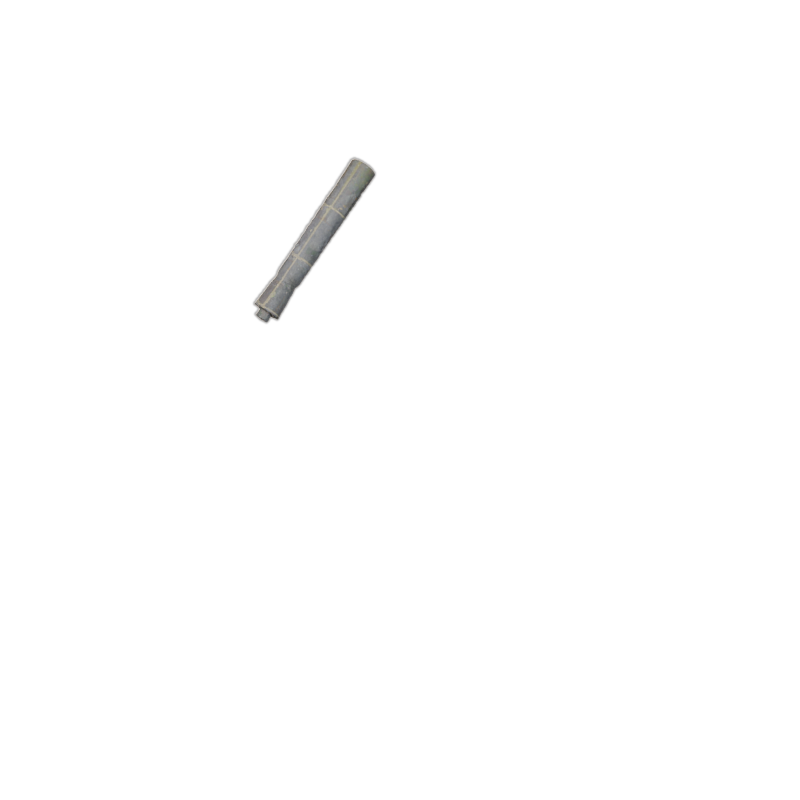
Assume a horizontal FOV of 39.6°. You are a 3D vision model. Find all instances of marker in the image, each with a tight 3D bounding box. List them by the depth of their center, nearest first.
[{"bbox_3d":[-0.056,-0.102,0.714,0.020,0.123,0.019,32,-10,3],"label":"marker"}]
